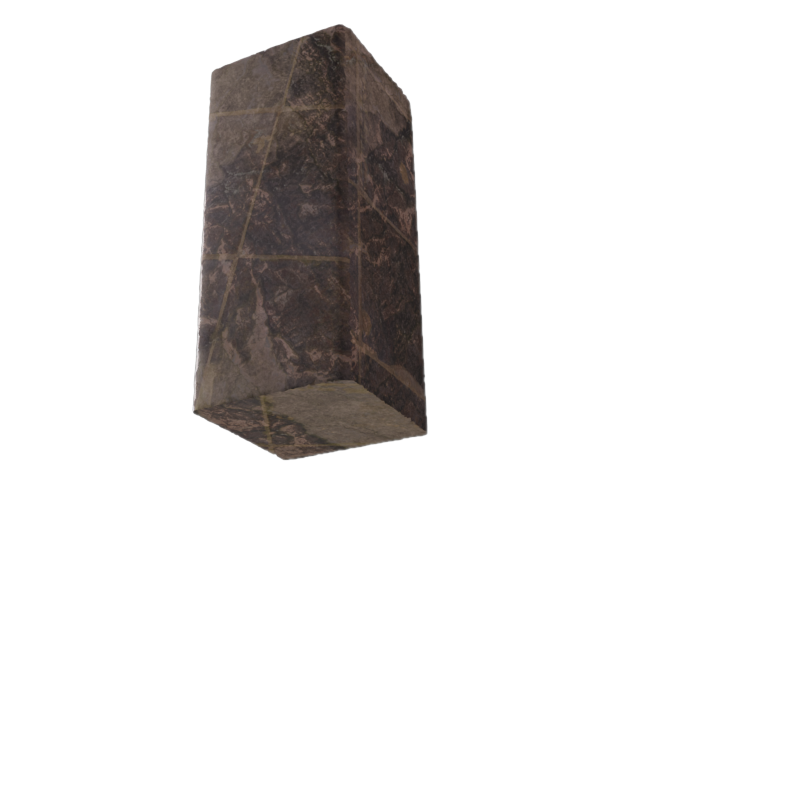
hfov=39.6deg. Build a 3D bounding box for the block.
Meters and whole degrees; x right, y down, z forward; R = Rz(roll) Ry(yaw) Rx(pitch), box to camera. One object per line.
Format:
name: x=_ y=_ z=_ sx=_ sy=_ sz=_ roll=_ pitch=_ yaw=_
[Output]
block: x=-0.047 y=-0.086 z=0.600 sx=0.091 sy=0.219 sz=0.084 roll=-15 pitch=-29 yaw=24
